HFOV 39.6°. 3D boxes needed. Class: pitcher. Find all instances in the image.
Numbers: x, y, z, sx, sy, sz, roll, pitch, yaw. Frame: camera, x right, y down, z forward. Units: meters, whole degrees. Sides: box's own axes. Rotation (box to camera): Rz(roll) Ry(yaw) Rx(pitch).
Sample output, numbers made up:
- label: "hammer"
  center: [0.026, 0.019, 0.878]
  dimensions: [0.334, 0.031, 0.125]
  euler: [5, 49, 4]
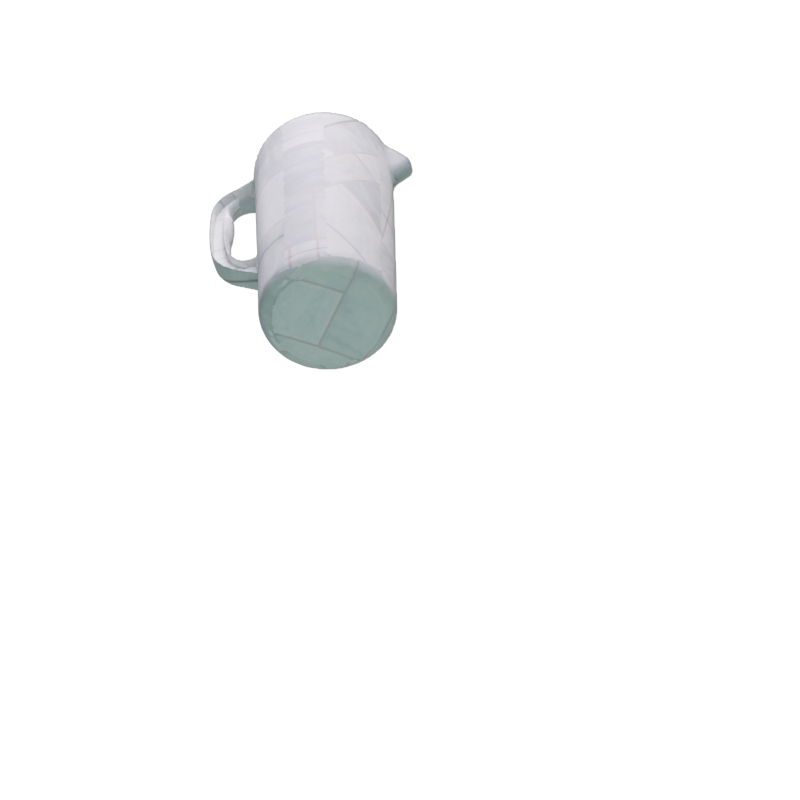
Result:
- label: "pitcher"
  center: [-0.075, -0.136, 0.952]
  dimensions: [0.139, 0.145, 0.260]
  euler: [27, 30, -21]
